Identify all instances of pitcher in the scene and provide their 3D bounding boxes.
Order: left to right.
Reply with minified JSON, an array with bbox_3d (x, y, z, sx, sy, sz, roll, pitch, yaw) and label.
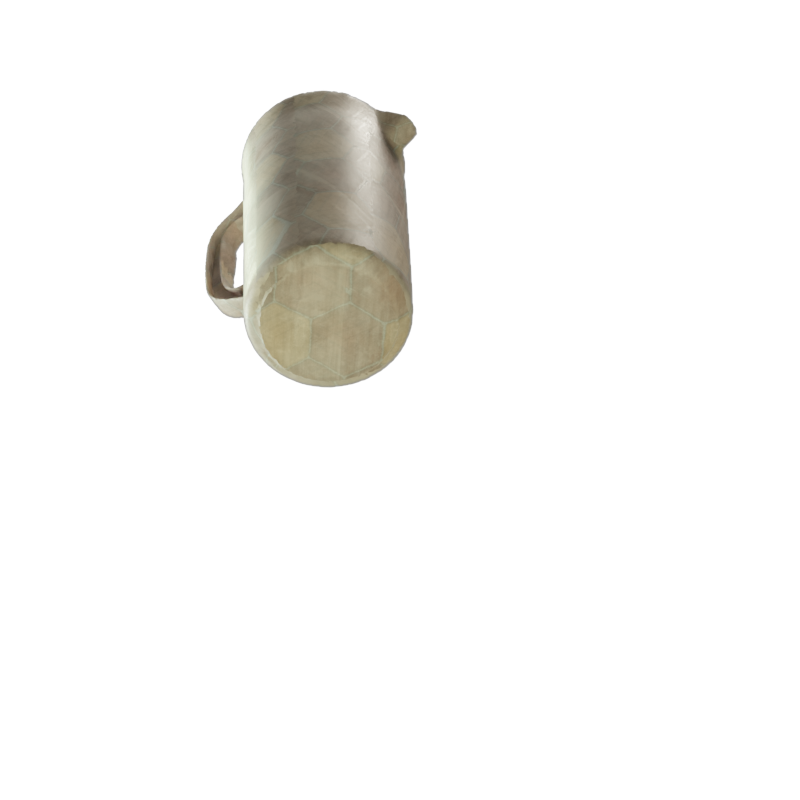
[{"bbox_3d":[-0.063,-0.114,0.801,0.143,0.142,0.259,11,32,-10],"label":"pitcher"}]
